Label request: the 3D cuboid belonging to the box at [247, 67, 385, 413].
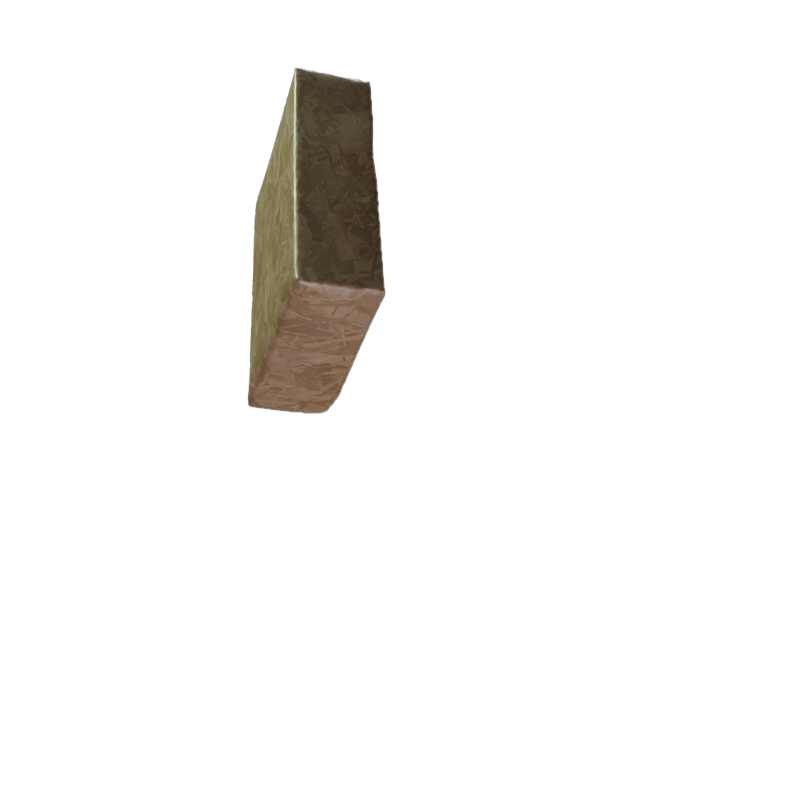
[{"bbox_3d":[-0.067,-0.122,0.855,0.070,0.229,0.156,9,-38,-15],"label":"box"}]
